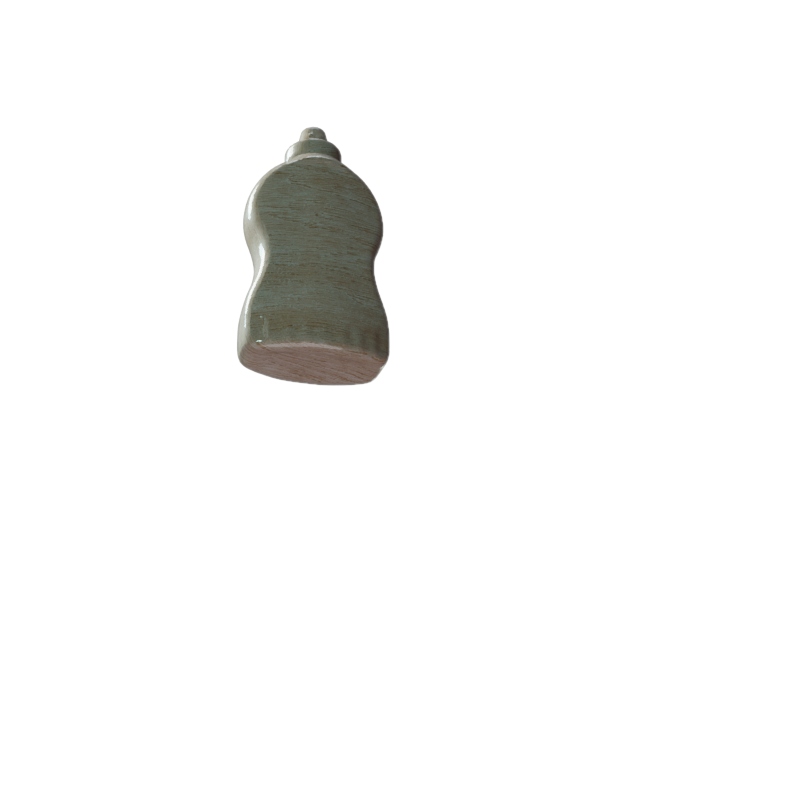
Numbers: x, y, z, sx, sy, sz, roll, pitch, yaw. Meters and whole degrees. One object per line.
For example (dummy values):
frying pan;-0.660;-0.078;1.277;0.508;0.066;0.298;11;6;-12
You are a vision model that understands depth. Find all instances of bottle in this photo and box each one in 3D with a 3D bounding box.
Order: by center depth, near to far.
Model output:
bottle;-0.059;-0.107;0.753;0.094;0.204;0.056;6;-32;-13
